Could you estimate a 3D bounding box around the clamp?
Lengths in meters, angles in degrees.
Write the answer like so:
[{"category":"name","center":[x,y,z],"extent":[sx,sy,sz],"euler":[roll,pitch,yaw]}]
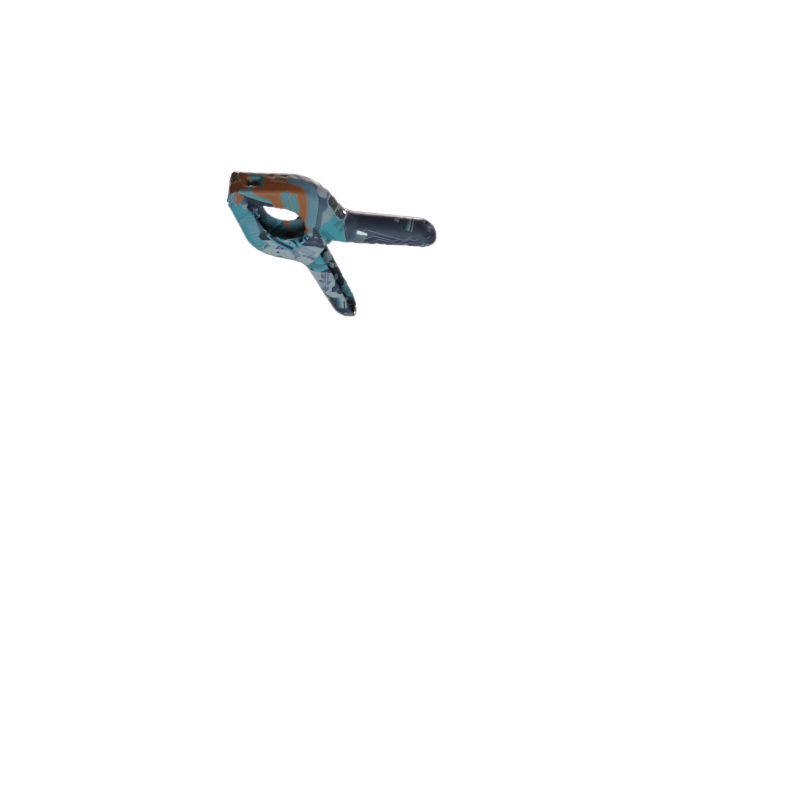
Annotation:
[{"category":"clamp","center":[-0.071,-0.129,0.902],"extent":[0.166,0.116,0.042],"euler":[22,36,-17]}]
